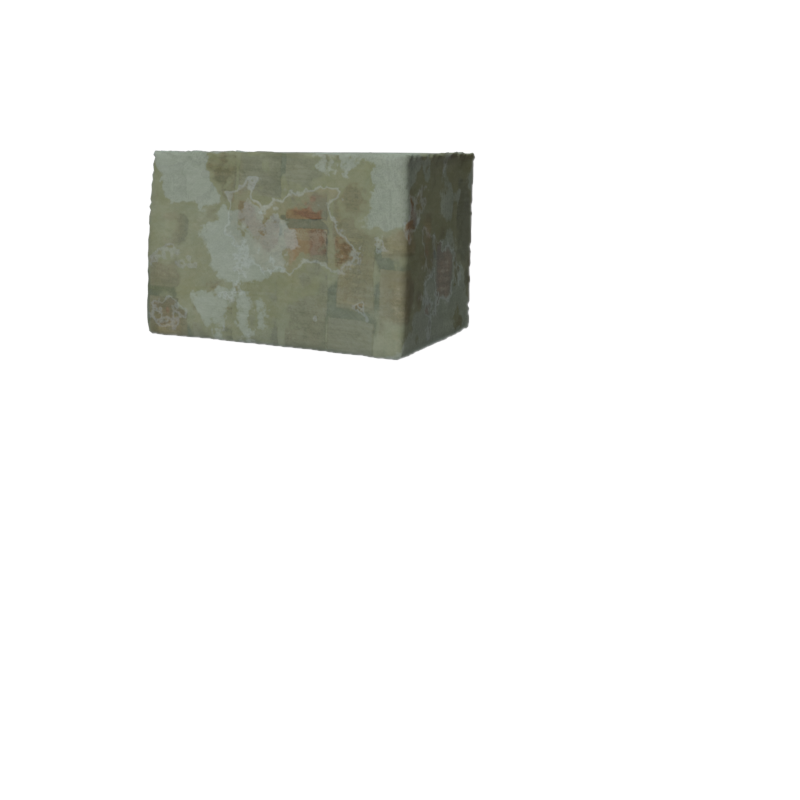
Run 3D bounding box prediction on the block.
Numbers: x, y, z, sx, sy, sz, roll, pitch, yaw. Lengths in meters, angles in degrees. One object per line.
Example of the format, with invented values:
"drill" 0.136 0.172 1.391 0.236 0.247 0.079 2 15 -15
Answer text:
"block" -0.024 -0.044 0.309 0.081 0.050 0.052 6 11 25
